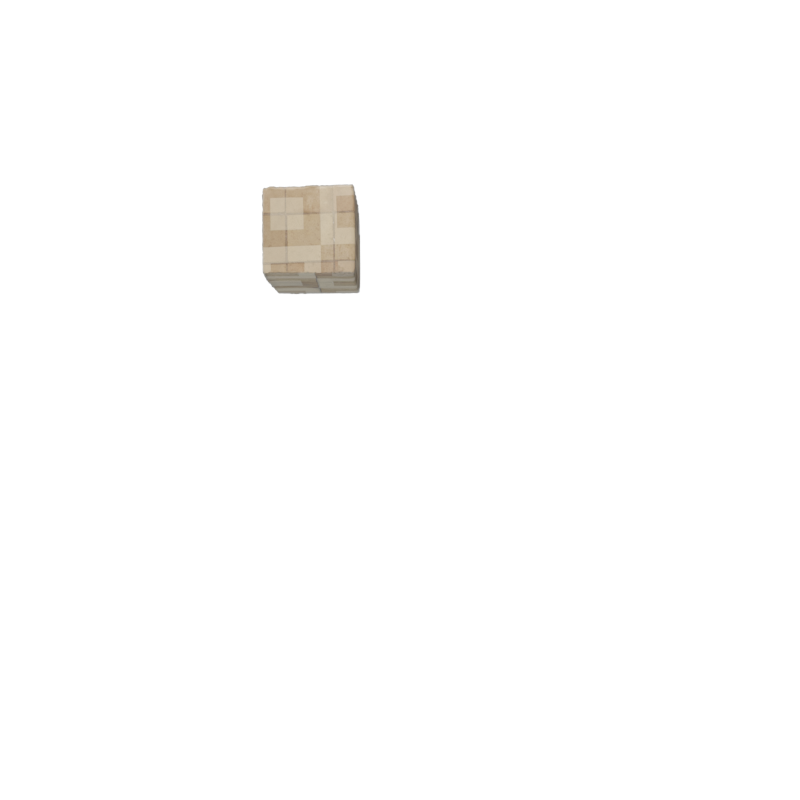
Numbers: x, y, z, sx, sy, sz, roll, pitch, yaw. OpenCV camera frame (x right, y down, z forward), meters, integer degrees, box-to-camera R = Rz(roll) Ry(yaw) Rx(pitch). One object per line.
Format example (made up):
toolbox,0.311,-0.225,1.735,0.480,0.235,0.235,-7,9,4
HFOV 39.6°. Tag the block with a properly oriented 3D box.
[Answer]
block,-0.051,-0.093,0.651,0.053,0.052,0.076,0,-5,1
